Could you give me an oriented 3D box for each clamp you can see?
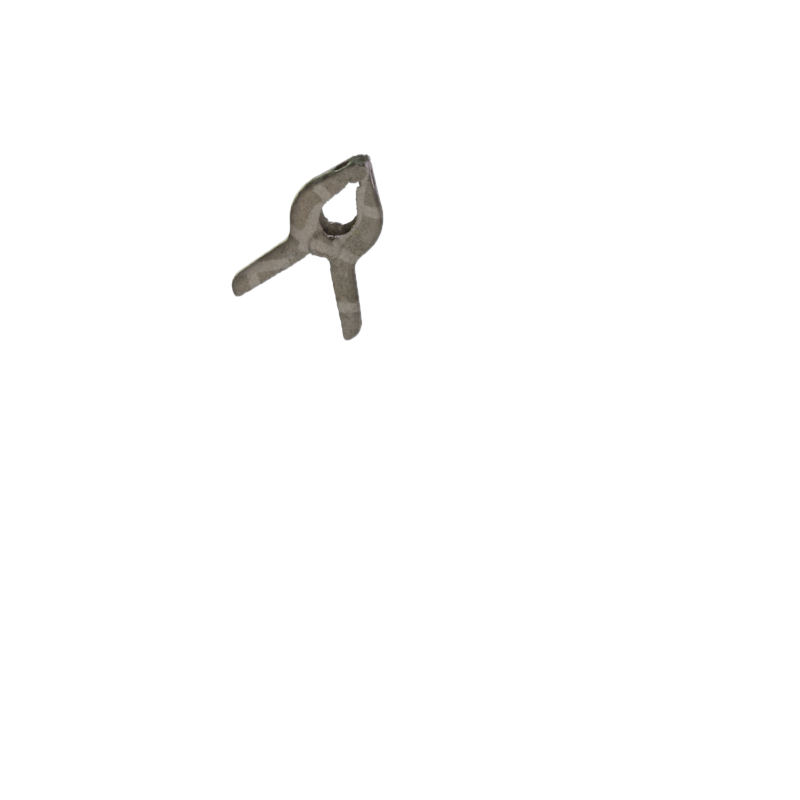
[{"bbox_3d":[-0.074,-0.136,0.950,0.119,0.164,0.041,13,27,-7],"label":"clamp"}]
